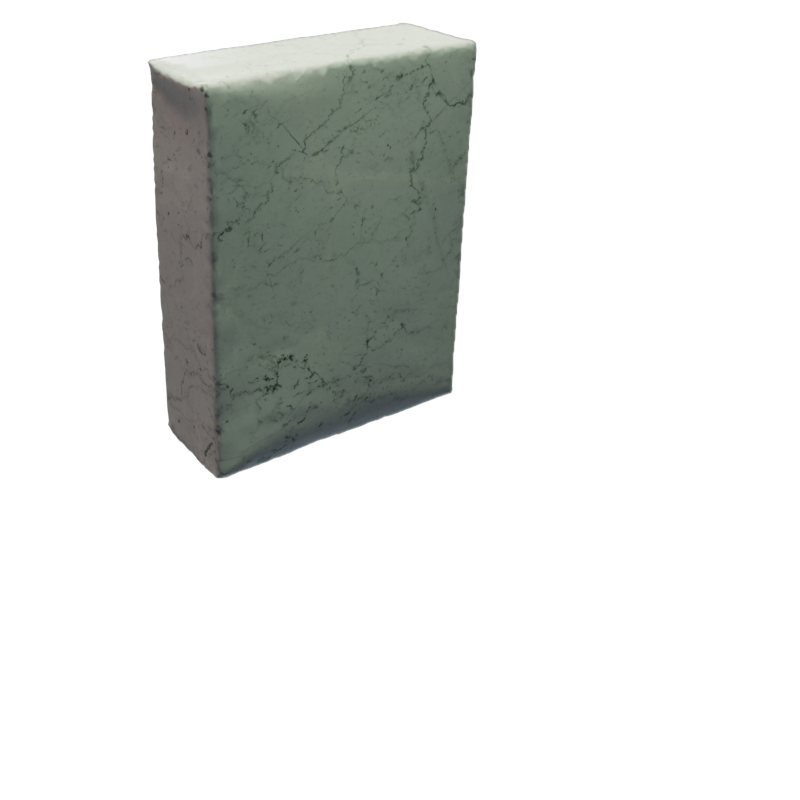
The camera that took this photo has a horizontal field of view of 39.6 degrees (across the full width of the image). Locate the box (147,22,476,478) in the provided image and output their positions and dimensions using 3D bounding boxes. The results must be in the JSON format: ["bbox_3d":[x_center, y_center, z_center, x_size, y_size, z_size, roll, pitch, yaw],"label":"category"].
[{"bbox_3d":[-0.047,-0.086,0.601,0.161,0.203,0.077,-17,30,-33],"label":"box"}]
